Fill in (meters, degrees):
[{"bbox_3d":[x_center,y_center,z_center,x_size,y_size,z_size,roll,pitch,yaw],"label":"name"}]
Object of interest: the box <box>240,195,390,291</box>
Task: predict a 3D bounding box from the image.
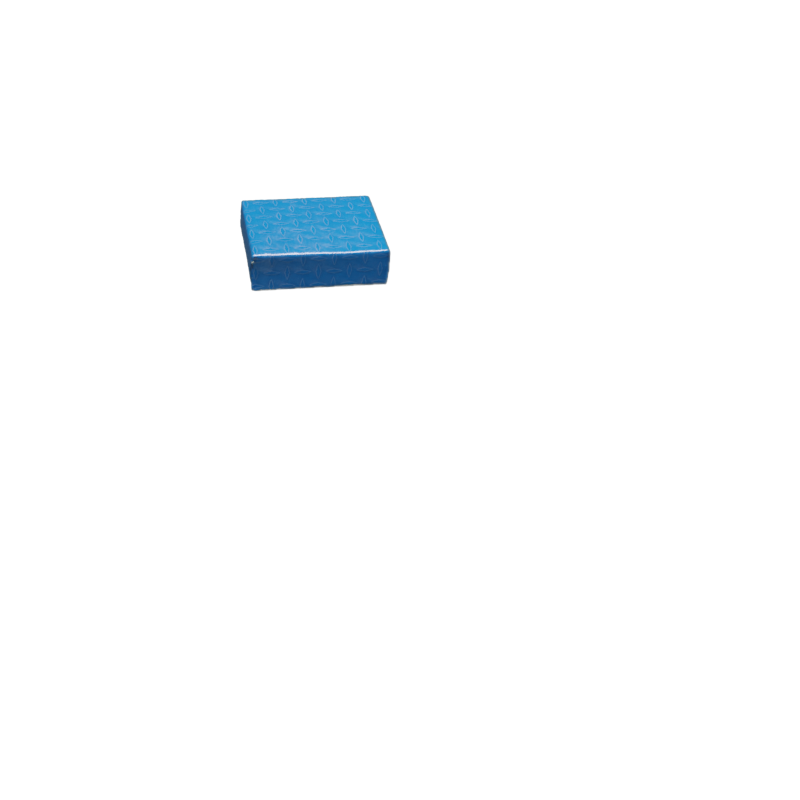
[{"bbox_3d":[-0.071,-0.130,0.908,0.112,0.036,0.097,-6,36,-8],"label":"box"}]
